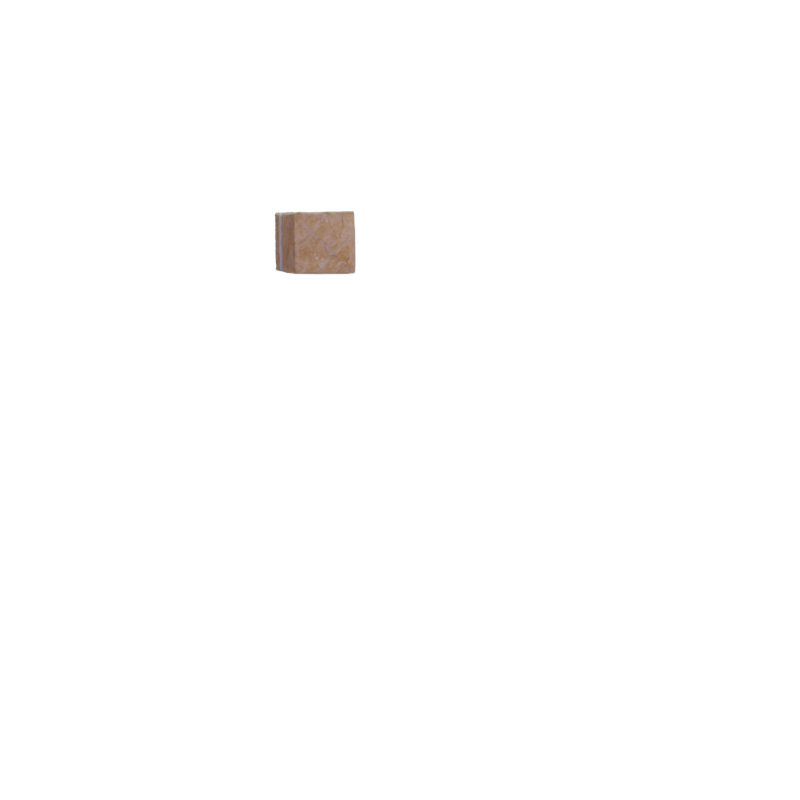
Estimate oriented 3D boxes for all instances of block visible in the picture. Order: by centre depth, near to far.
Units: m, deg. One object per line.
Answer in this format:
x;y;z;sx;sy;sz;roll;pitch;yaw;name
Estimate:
-0.073;-0.133;0.929;0.052;0.051;0.080;-2;7;-17;block
